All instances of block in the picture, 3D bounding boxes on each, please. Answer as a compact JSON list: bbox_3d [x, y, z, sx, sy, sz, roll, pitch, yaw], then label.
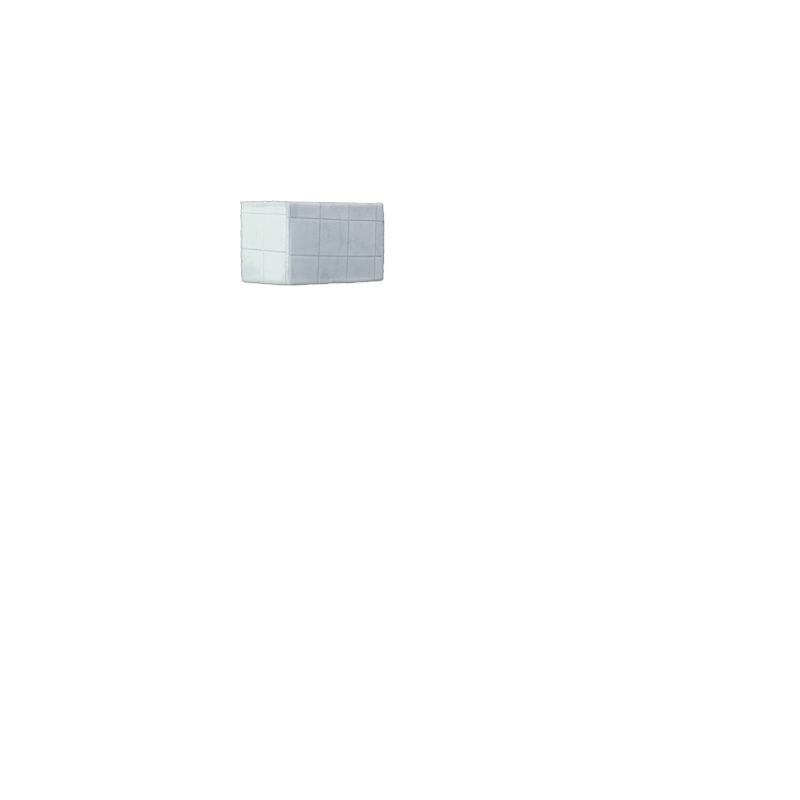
[{"bbox_3d":[-0.055,-0.100,0.697,0.075,0.051,0.055,-6,8,-40],"label":"block"}]
